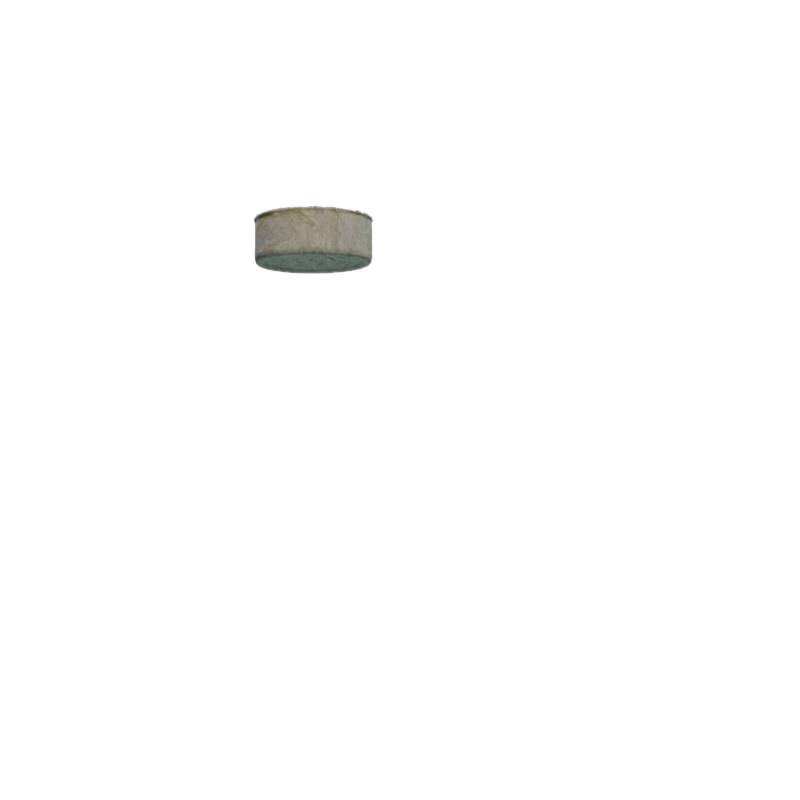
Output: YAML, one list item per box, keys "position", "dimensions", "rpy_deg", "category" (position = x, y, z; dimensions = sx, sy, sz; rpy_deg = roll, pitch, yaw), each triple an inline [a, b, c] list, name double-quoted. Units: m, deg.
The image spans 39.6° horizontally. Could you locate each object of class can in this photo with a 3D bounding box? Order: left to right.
- position: [-0.062, -0.114, 0.797]
  dimensions: [0.086, 0.034, 0.084]
  rpy_deg: [0, -4, -2]
  category: "can"
